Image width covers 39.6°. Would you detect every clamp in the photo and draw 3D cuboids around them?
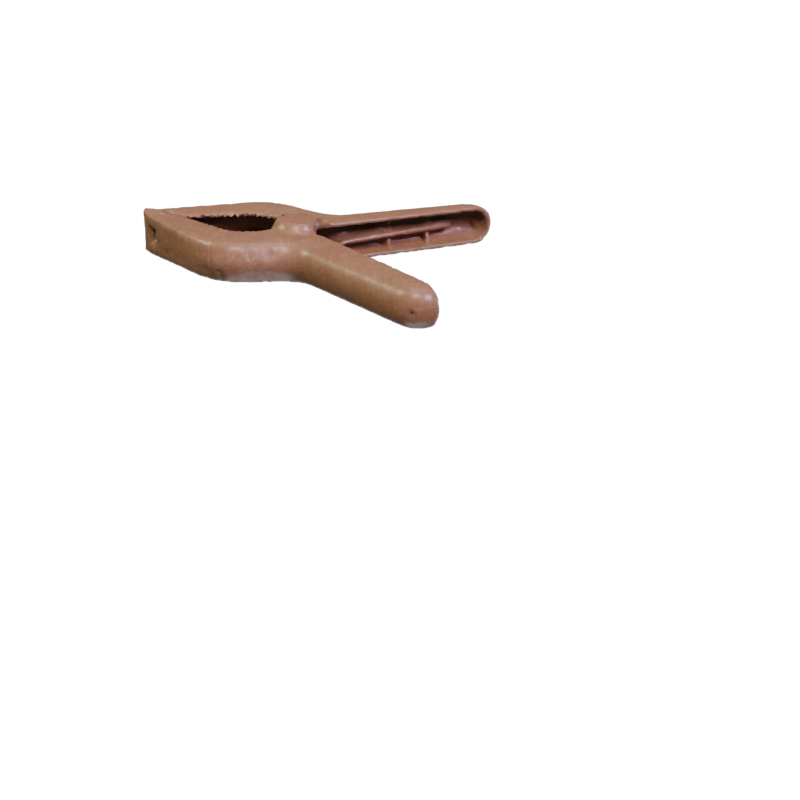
[{"bbox_3d":[-0.052,-0.095,0.667,0.218,0.035,0.167,10,26,21],"label":"clamp"}]
